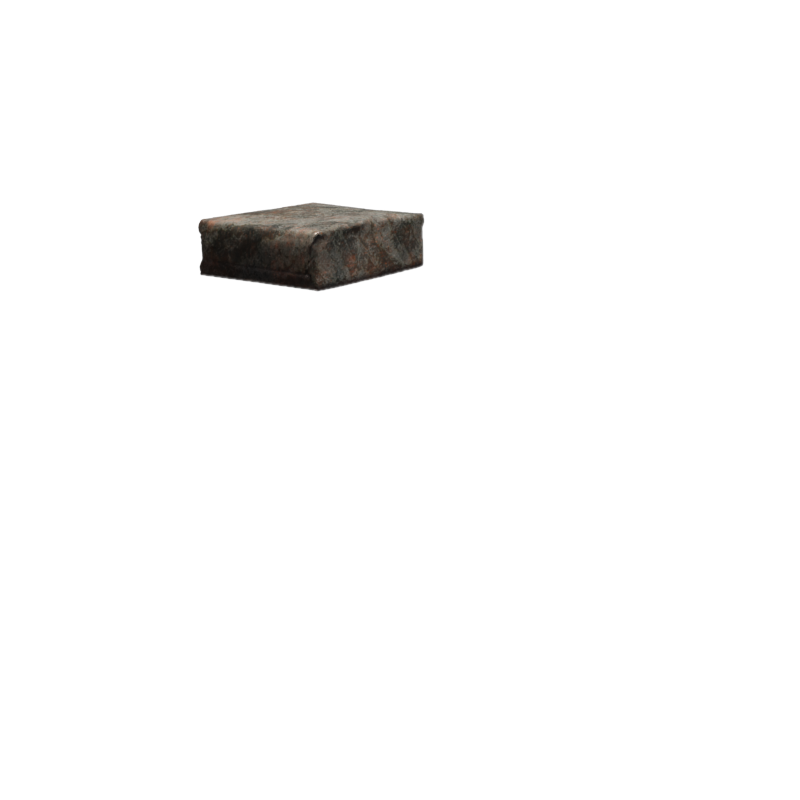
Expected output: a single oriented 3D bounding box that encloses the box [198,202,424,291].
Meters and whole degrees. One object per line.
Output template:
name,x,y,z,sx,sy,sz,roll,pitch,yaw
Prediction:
box,-0.042,-0.077,0.541,0.077,0.029,0.087,12,19,36
